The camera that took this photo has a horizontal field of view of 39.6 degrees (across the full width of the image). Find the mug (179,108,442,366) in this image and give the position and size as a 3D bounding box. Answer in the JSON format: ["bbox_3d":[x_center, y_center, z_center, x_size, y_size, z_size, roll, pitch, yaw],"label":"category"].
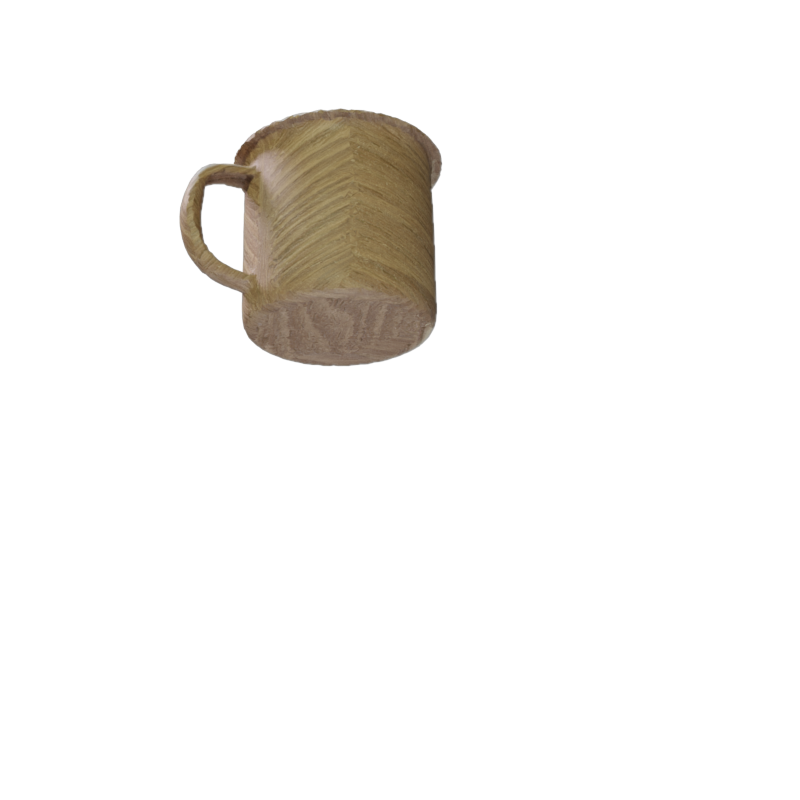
[{"bbox_3d":[-0.037,-0.067,0.473,0.113,0.086,0.092,11,-27,-25],"label":"mug"}]
